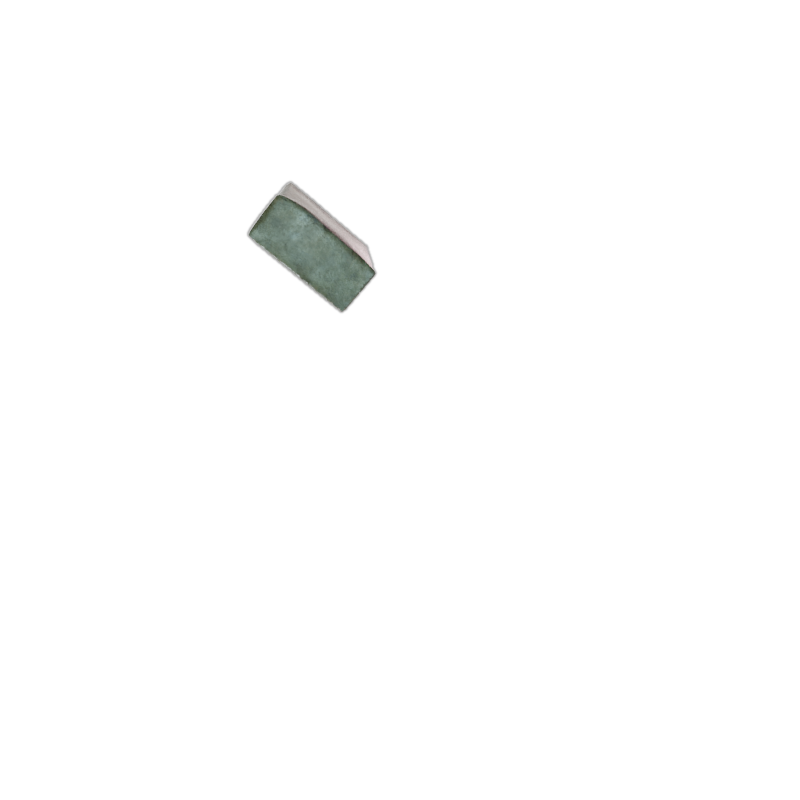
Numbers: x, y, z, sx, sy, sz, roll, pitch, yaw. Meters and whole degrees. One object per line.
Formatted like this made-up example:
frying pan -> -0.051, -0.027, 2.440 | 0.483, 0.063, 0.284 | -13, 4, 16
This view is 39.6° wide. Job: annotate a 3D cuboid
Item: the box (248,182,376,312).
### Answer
box -> -0.069, -0.126, 0.884 | 0.092, 0.048, 0.180 | 39, 6, -9
